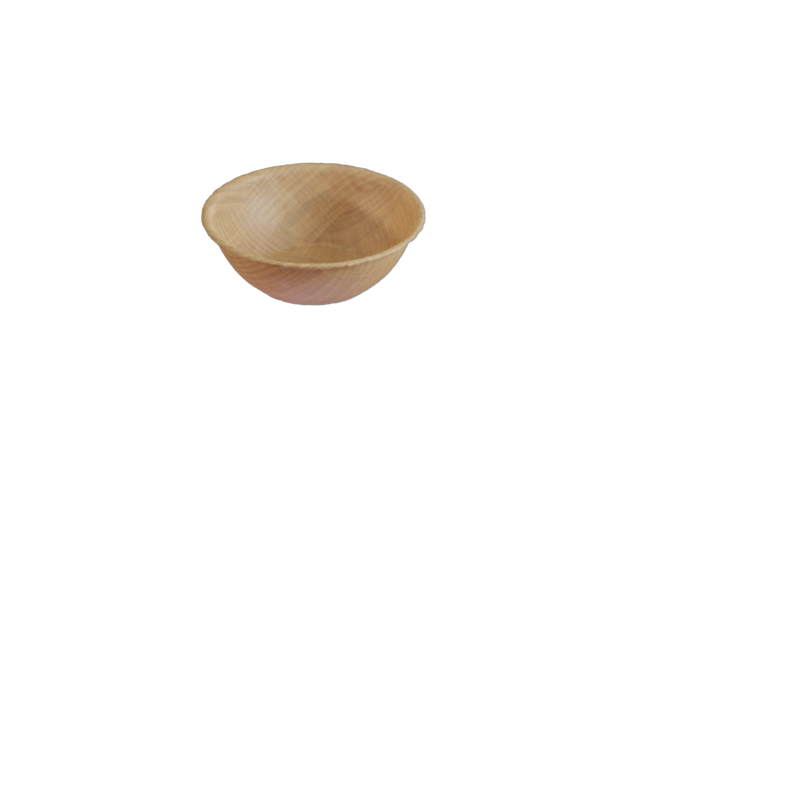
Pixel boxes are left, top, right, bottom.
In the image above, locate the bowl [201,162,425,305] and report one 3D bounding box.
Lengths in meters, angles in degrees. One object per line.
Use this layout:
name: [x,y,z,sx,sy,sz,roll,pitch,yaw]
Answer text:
bowl: [-0.064,-0.116,0.811,0.162,0.052,0.173,-1,34,-2]
